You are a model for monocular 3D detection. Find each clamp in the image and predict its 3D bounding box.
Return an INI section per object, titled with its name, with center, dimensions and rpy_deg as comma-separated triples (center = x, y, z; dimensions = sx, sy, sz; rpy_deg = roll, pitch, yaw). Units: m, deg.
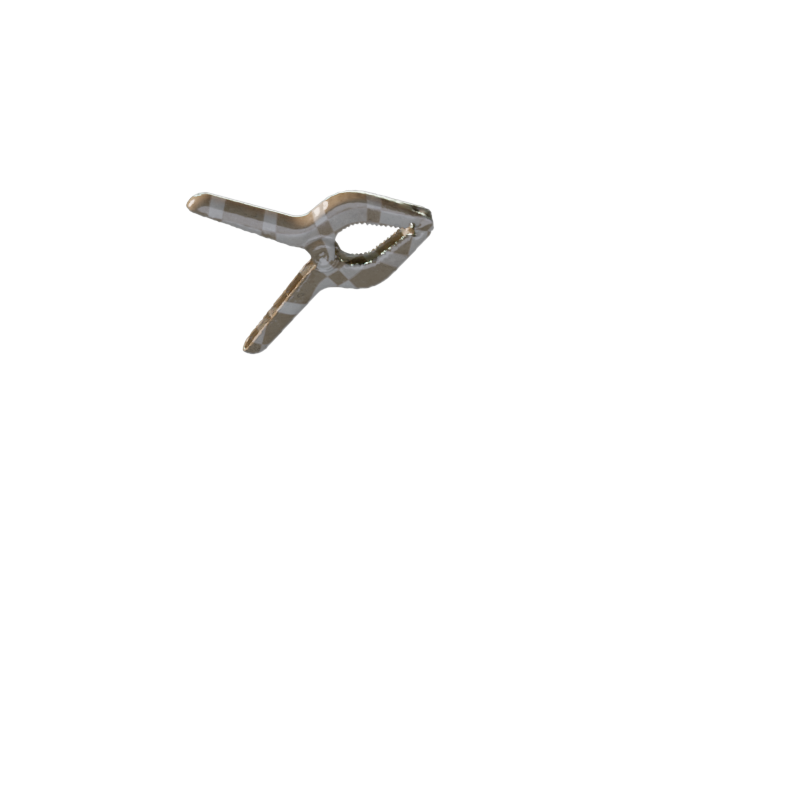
[clamp]
center = -0.077, -0.140, 0.982
dimensions = 0.211, 0.154, 0.039
rpy_deg = -21, 27, 11
